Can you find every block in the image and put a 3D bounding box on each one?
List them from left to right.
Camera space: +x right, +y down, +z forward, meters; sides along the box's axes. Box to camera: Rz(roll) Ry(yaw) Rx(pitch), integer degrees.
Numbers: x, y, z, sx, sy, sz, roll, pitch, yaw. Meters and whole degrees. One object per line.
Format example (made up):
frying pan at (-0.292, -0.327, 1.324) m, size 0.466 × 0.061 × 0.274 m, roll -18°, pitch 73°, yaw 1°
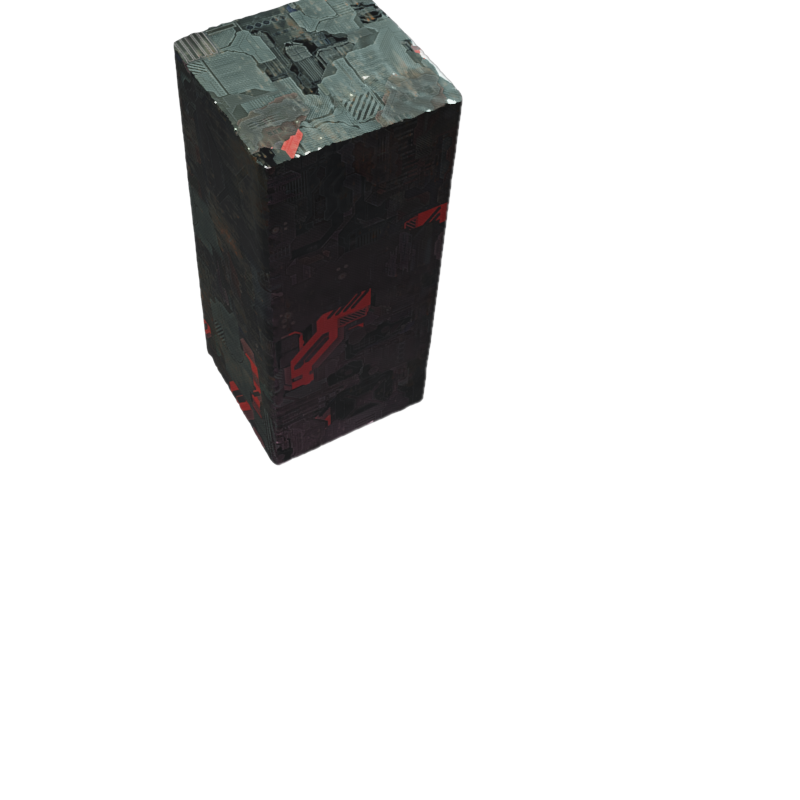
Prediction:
block at (-0.041, -0.075, 0.519) m, size 0.090 × 0.097 × 0.192 m, roll -23°, pitch -33°, yaw -20°
